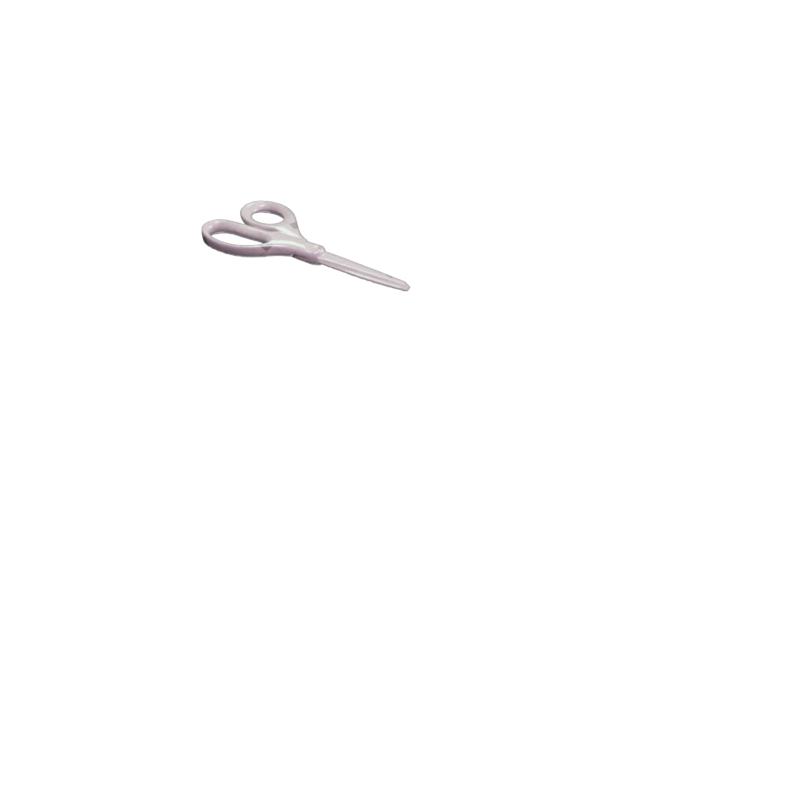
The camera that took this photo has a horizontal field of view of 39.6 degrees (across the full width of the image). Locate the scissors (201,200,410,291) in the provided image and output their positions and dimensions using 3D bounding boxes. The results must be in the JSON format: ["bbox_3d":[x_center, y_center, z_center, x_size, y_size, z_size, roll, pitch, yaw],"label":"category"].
[{"bbox_3d":[-0.077,-0.141,0.987,0.207,0.015,0.100,12,38,15],"label":"scissors"}]
